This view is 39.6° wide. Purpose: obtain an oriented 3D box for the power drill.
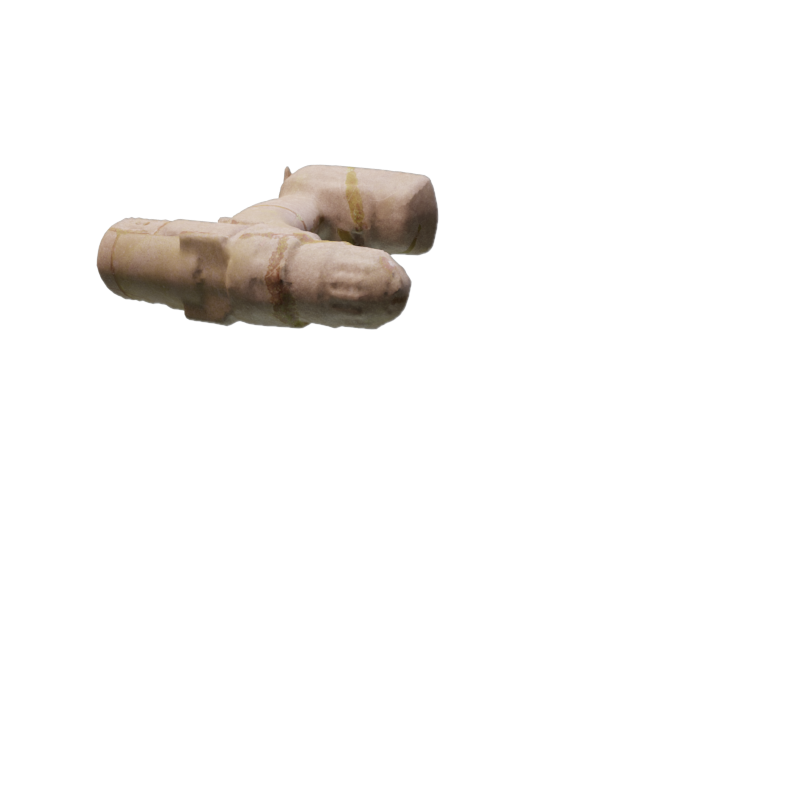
[{"bbox_3d":[-0.050,-0.091,0.634,0.192,0.055,0.187,11,23,27],"label":"power drill"}]
